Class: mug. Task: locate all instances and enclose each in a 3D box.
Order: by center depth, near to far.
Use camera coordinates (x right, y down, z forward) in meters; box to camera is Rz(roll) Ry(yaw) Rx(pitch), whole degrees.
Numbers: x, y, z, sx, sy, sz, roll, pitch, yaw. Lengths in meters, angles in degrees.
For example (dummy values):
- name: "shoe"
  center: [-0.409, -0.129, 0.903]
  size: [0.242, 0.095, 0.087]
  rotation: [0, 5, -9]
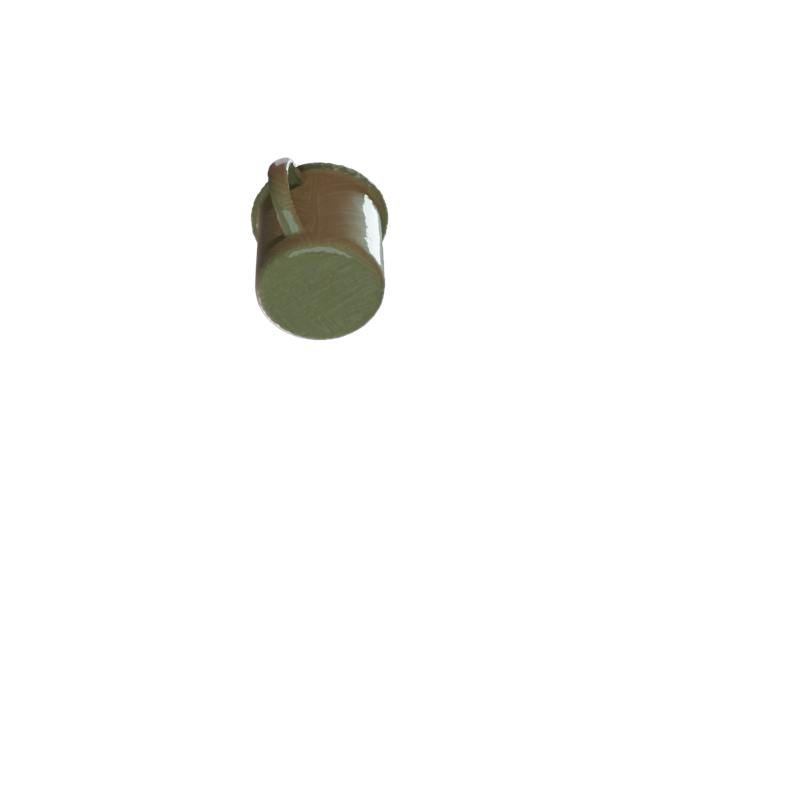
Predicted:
- name: "mug"
  center: [-0.056, -0.101, 0.711]
  size: [0.094, 0.108, 0.087]
  rotation: [-15, 39, 11]
